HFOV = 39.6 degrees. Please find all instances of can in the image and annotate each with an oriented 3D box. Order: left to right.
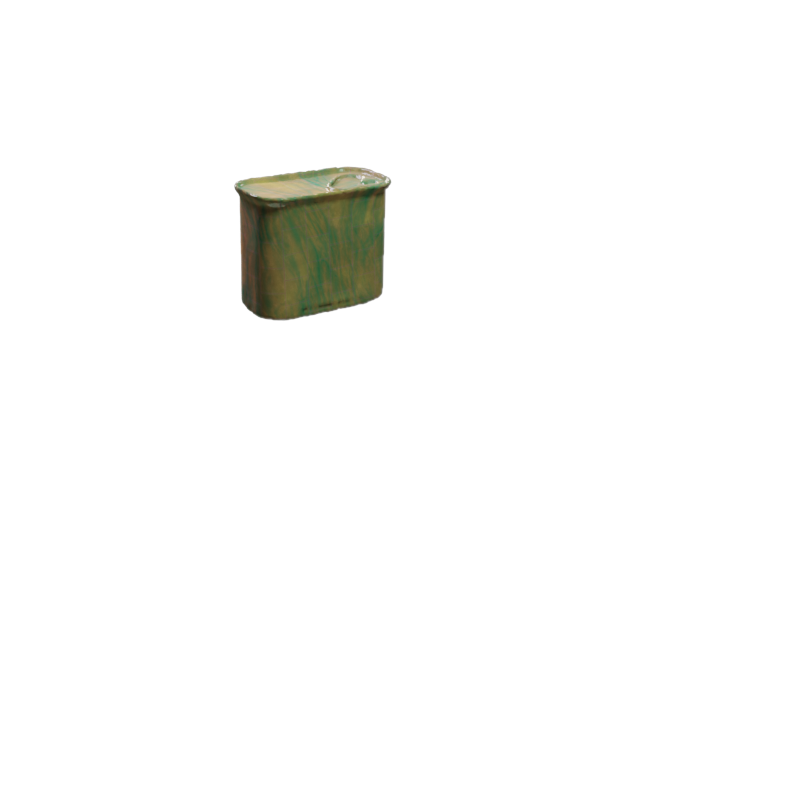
[{"bbox_3d":[-0.058,-0.106,0.740,0.100,0.080,0.061,-13,24,-30],"label":"can"}]
